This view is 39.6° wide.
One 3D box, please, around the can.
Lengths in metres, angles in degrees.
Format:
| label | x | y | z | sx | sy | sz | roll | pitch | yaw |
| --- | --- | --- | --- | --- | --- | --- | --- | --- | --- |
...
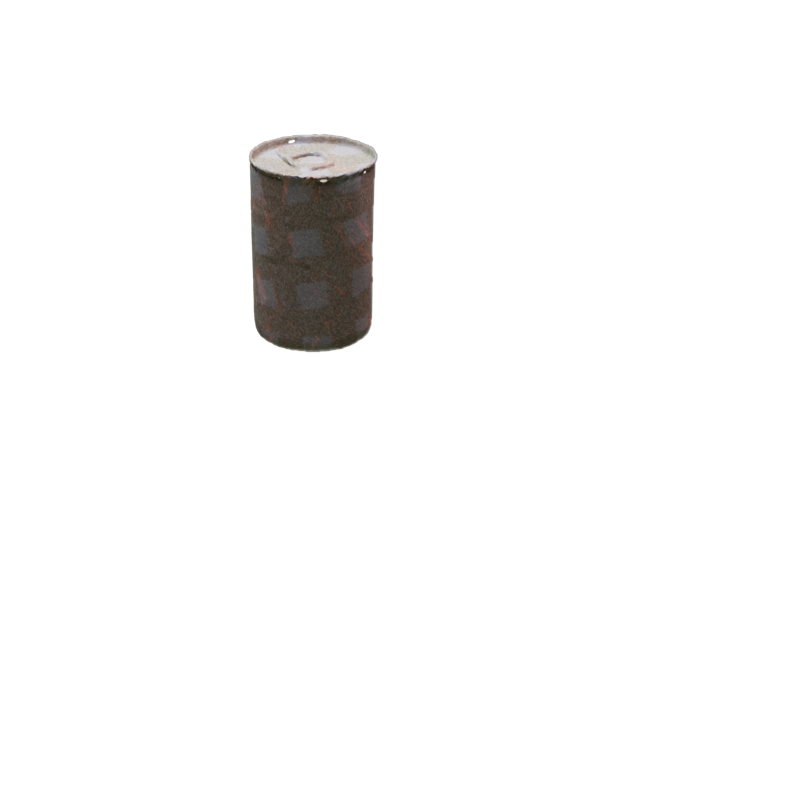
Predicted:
| label | x | y | z | sx | sy | sz | roll | pitch | yaw |
| --- | --- | --- | --- | --- | --- | --- | --- | --- | --- |
| can | -0.047 | -0.086 | 0.604 | 0.068 | 0.097 | 0.072 | 0 | 27 | -2 |
